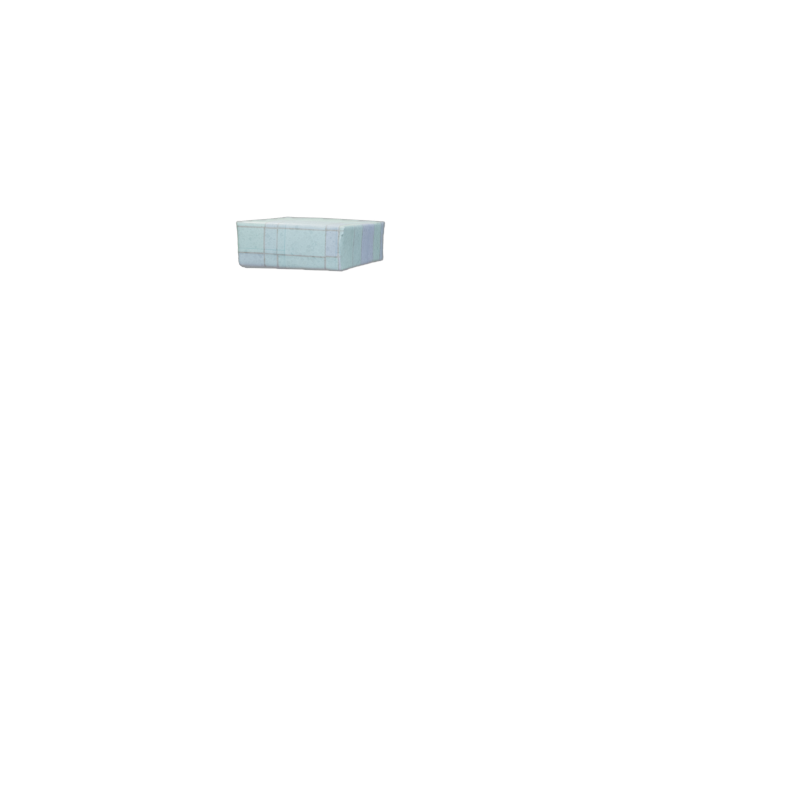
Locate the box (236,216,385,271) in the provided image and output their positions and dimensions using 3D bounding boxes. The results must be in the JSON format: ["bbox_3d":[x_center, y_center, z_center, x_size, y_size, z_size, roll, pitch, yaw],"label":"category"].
[{"bbox_3d":[-0.070,-0.128,0.895,0.092,0.038,0.113,4,13,17],"label":"box"}]
